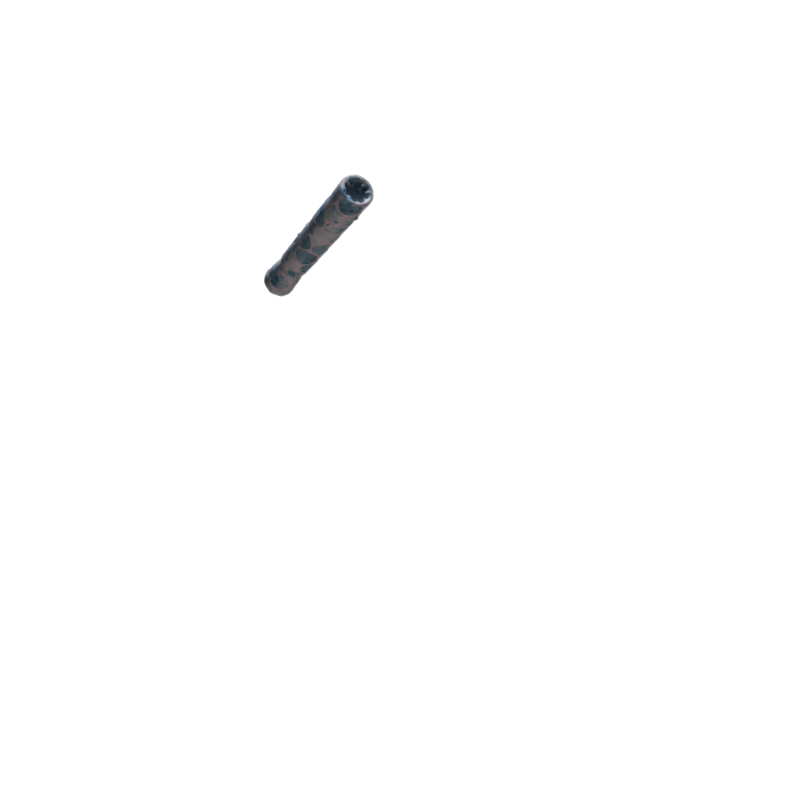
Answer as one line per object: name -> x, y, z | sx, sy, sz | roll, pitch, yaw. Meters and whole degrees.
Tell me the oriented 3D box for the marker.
marker -> -0.047, -0.086, 0.605 | 0.019, 0.021, 0.119 | -1, -18, -28
